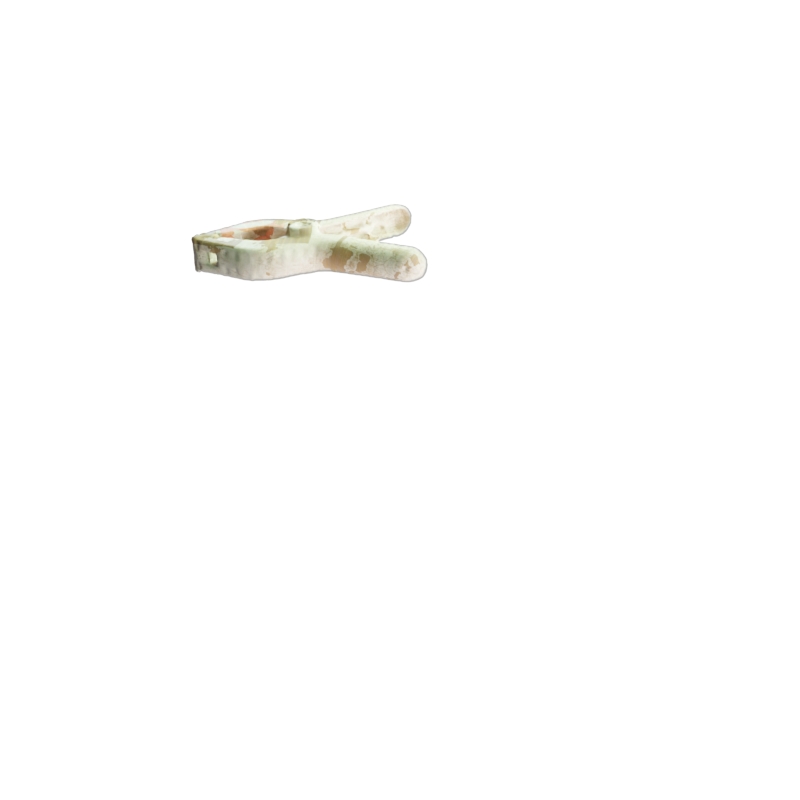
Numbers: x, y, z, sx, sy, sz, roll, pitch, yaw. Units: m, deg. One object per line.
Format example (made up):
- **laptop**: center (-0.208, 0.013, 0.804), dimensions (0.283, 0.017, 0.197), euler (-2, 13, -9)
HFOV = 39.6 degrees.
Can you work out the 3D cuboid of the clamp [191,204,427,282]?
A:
- **clamp**: center (-0.064, -0.117, 0.820), dimensions (0.173, 0.038, 0.124), euler (2, 21, 6)
